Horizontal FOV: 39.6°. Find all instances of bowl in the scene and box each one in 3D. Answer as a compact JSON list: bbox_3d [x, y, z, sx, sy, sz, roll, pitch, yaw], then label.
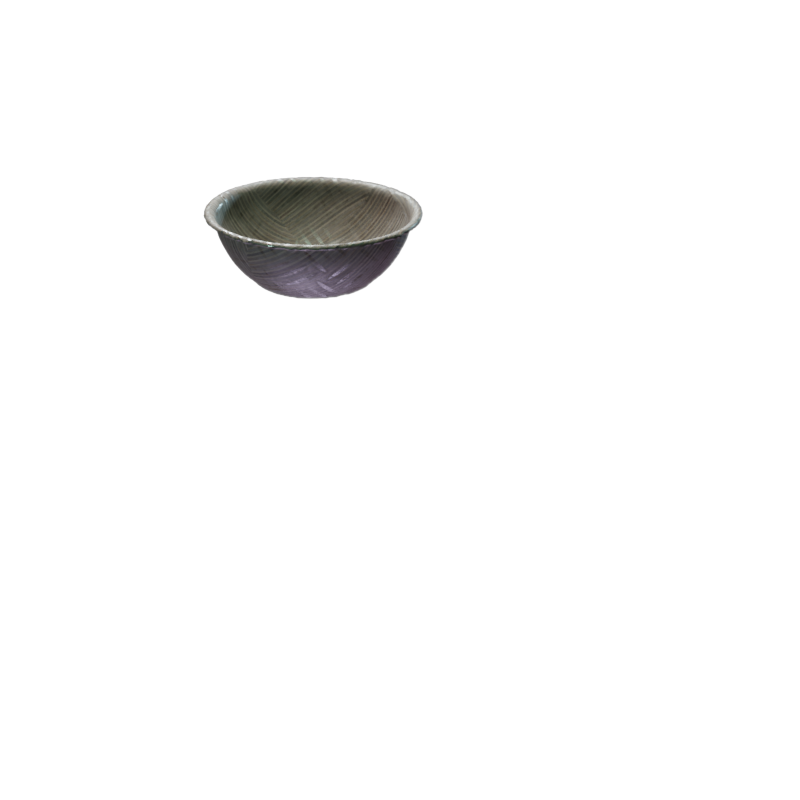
[{"bbox_3d":[-0.065,-0.118,0.830,0.162,0.052,0.171,-1,27,-2],"label":"bowl"}]
